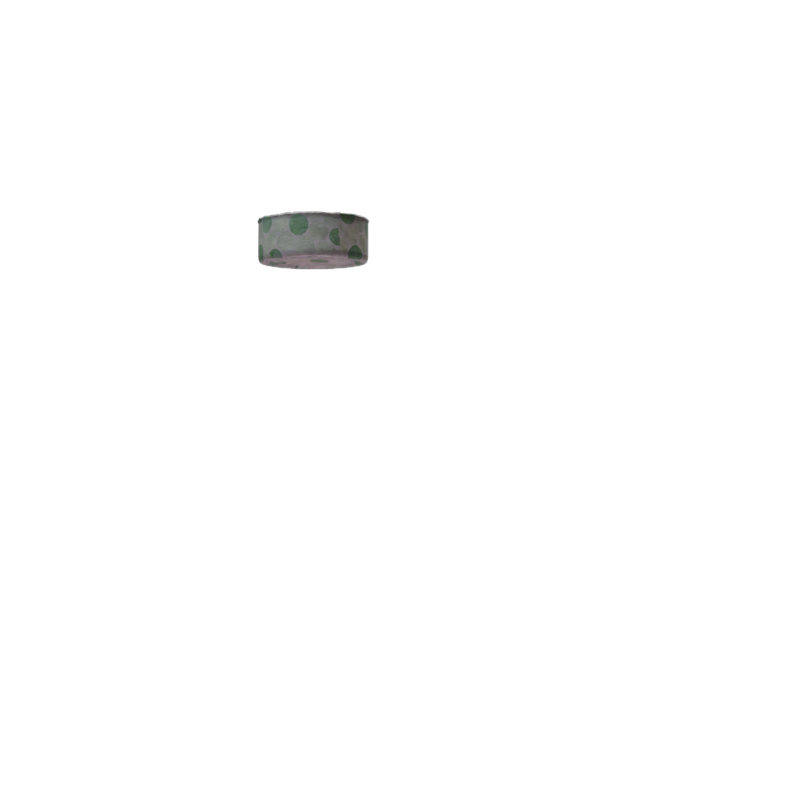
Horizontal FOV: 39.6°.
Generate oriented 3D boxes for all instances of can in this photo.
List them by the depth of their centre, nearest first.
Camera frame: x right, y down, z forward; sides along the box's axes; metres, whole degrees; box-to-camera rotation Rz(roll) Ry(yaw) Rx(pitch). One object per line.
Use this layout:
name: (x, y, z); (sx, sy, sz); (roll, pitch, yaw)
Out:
can: (-0.066, -0.121, 0.847); (0.086, 0.034, 0.085); (0, -1, -2)
